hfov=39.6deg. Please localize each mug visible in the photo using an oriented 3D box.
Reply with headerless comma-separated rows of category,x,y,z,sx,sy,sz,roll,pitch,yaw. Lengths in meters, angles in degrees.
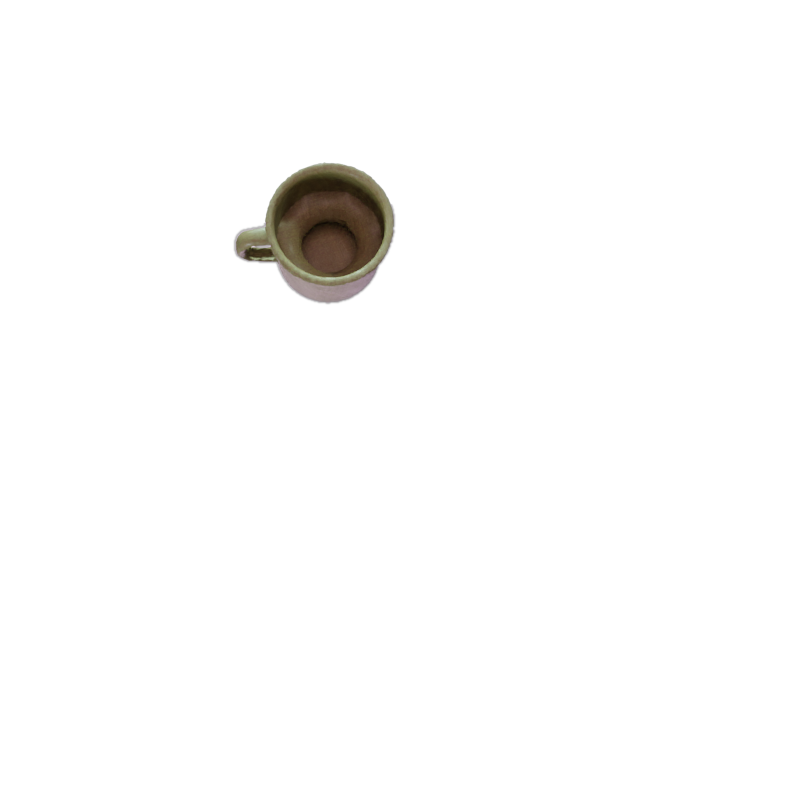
mug,-0.065,-0.119,0.833,0.117,0.097,0.079,-9,-13,-4
